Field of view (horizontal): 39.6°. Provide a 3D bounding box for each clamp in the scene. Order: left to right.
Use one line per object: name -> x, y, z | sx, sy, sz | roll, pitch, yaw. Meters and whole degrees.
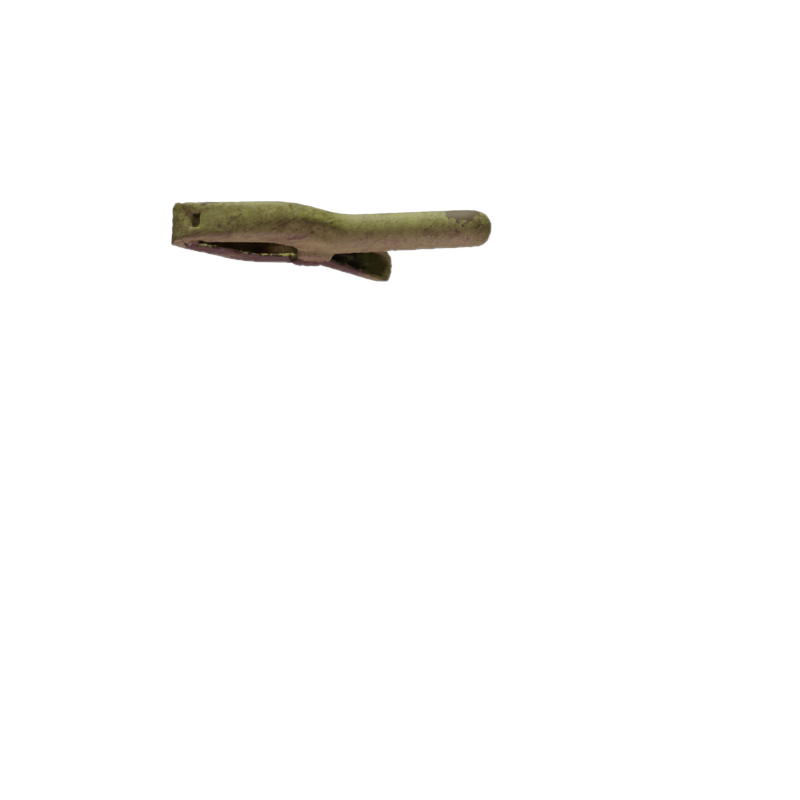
clamp -> -0.062, -0.114, 0.796 | 0.205, 0.037, 0.164 | 2, -6, -17
